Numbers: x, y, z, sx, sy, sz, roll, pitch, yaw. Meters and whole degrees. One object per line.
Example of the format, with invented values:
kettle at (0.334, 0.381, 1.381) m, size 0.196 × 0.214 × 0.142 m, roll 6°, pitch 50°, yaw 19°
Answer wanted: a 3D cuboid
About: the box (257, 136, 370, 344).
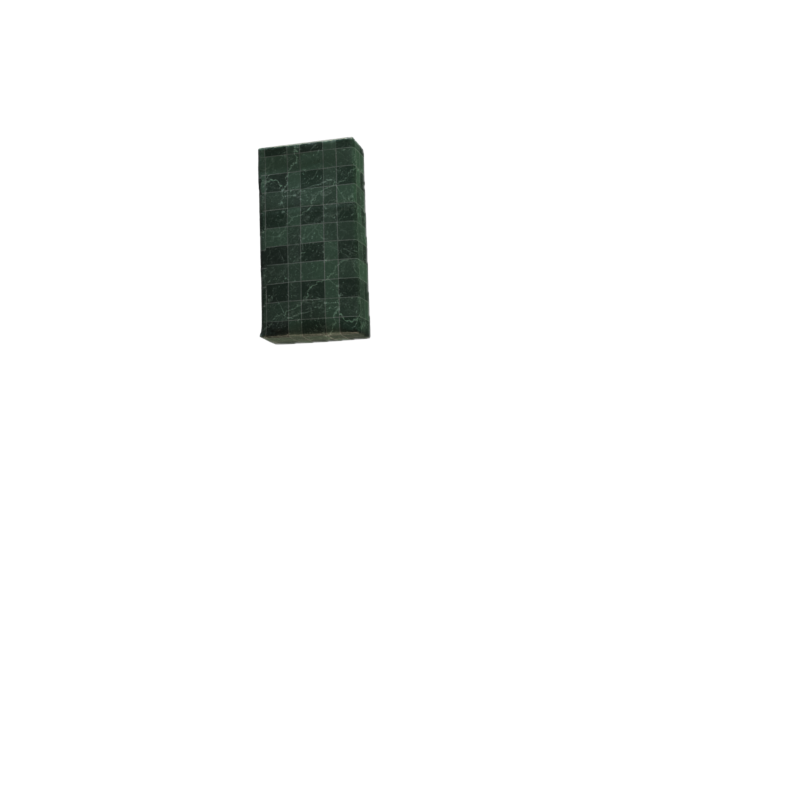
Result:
box at (-0.077, -0.141, 0.989) m, size 0.095 × 0.182 × 0.046 m, roll -5°, pitch -14°, yaw 16°
